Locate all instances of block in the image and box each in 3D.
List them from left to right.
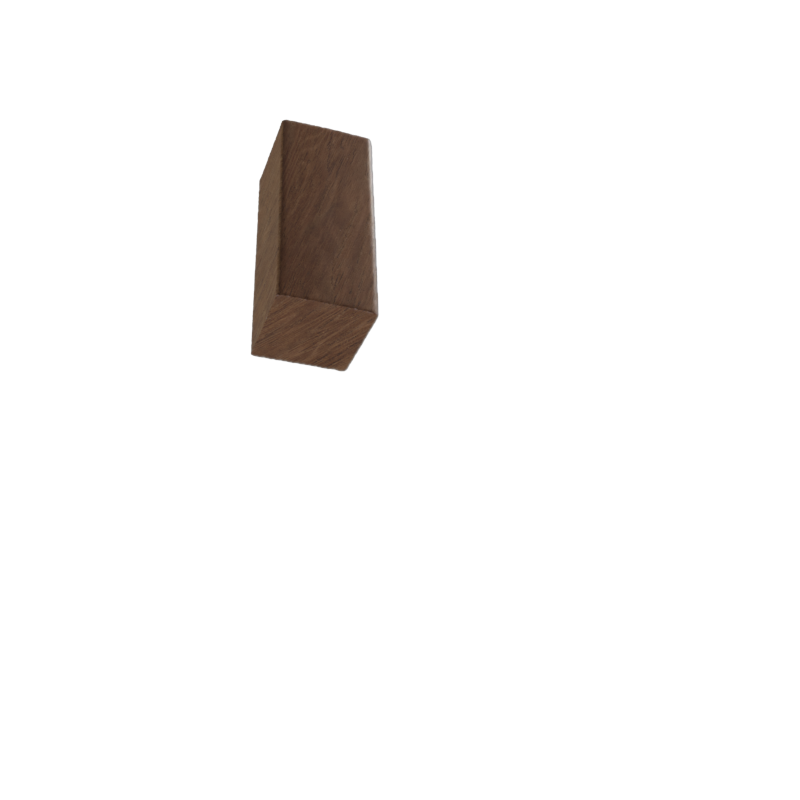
[{"bbox_3d":[-0.077,-0.142,0.995,0.088,0.221,0.087,10,-39,-17],"label":"block"}]
